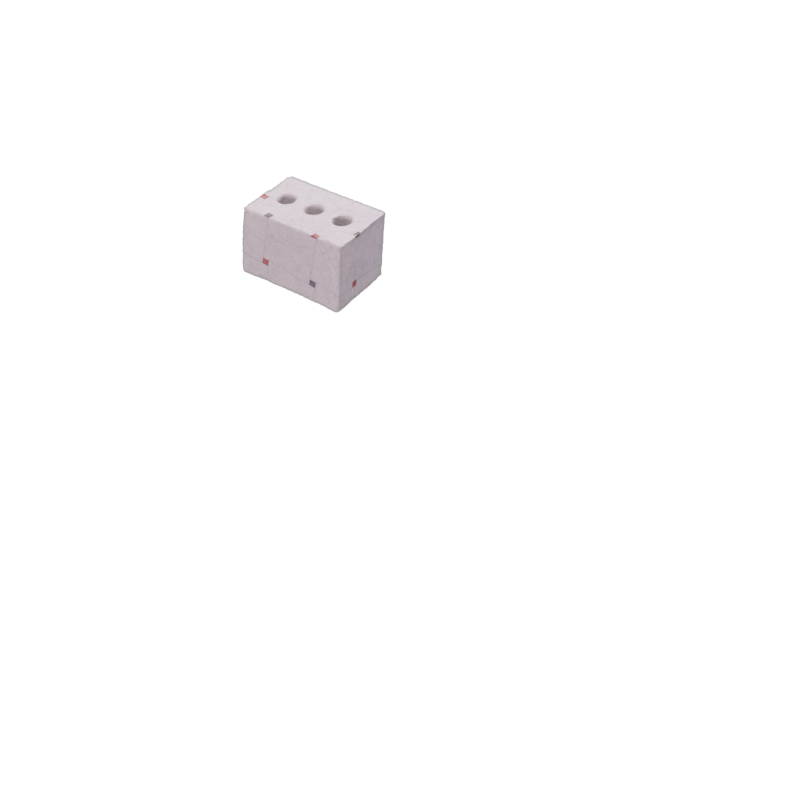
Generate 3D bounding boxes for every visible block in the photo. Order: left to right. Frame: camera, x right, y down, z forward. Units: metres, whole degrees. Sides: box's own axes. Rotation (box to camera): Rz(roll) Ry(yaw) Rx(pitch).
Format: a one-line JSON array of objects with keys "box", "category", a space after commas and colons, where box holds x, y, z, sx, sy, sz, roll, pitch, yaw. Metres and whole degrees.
[{"box": [-0.056, -0.102, 0.713, 0.082, 0.048, 0.054, 24, 43, 26], "category": "block"}]
